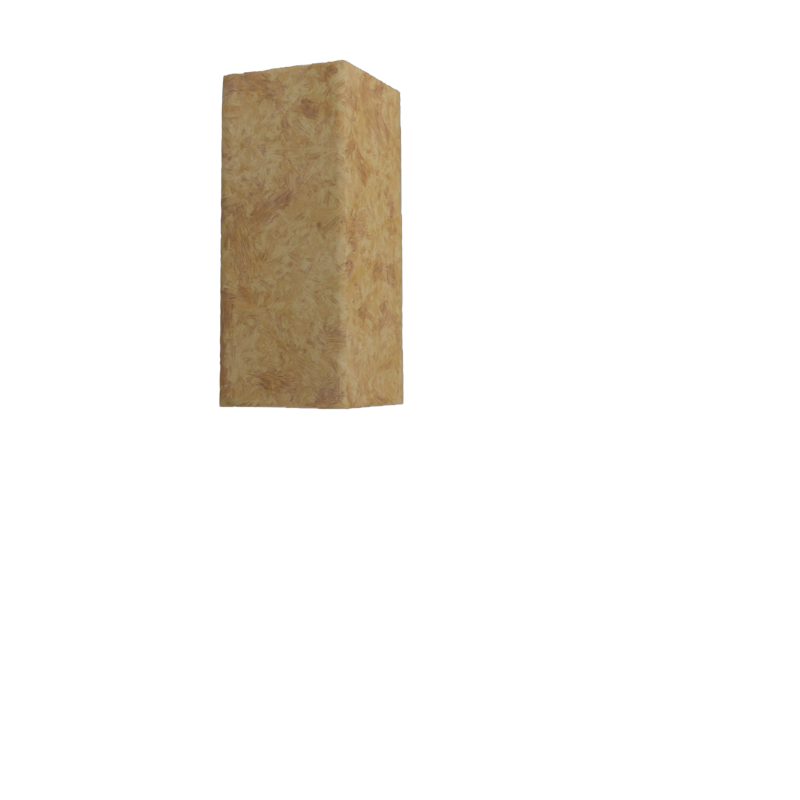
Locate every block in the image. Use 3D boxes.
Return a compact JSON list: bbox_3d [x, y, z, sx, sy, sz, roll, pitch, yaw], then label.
[{"bbox_3d":[-0.056,-0.101,0.705,0.093,0.209,0.087,-3,-6,24],"label":"block"}]
